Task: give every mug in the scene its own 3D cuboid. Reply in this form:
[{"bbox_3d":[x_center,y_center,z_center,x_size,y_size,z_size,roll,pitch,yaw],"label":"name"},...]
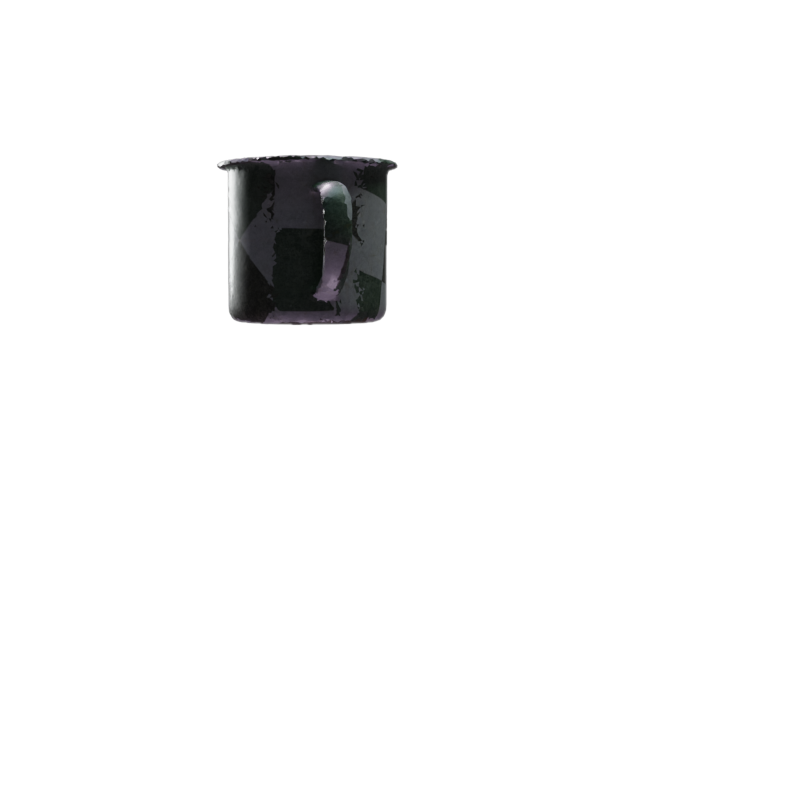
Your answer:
[{"bbox_3d":[-0.044,-0.080,0.559,0.091,0.081,0.120,-1,4,-18],"label":"mug"}]
